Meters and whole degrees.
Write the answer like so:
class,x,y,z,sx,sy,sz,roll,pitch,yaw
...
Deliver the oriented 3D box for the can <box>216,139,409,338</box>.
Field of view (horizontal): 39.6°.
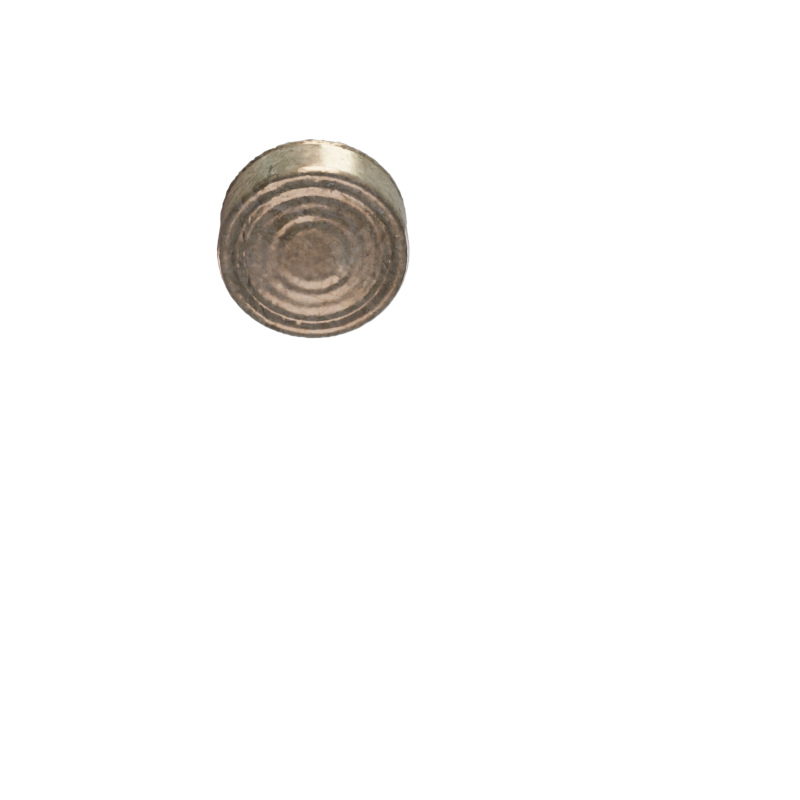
class,x,y,z,sx,sy,sz,roll,pitch,yaw
can,-0.039,-0.071,0.495,0.086,0.081,0.036,1,31,-1
